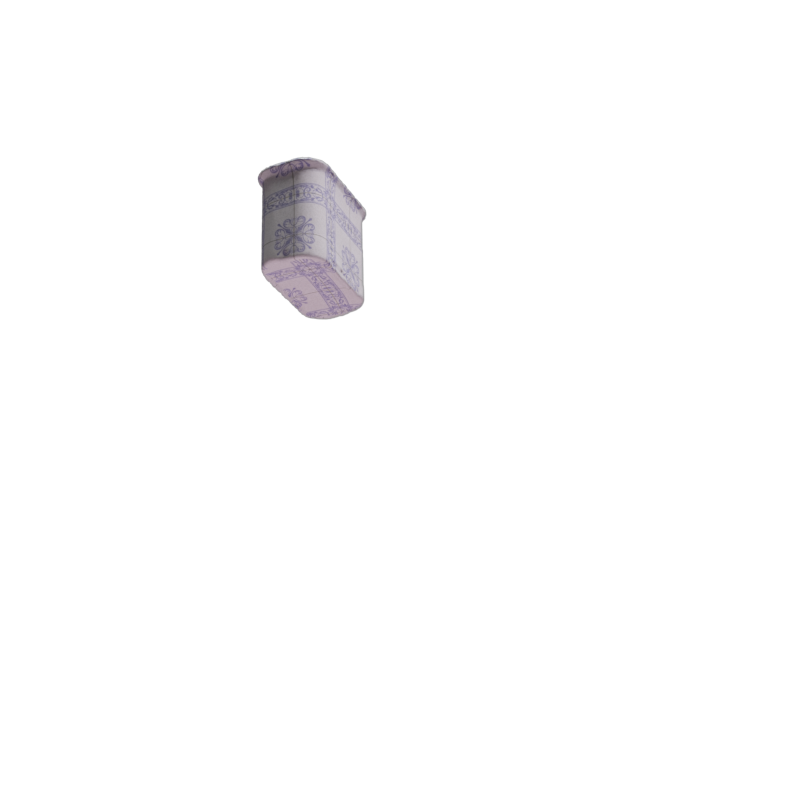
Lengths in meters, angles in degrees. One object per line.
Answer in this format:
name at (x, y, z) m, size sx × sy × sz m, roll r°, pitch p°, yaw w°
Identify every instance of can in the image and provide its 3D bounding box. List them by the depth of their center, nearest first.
can at (-0.065, -0.119, 0.833) m, size 0.058 × 0.089 × 0.094 m, roll -13°, pitch -29°, yaw 20°
